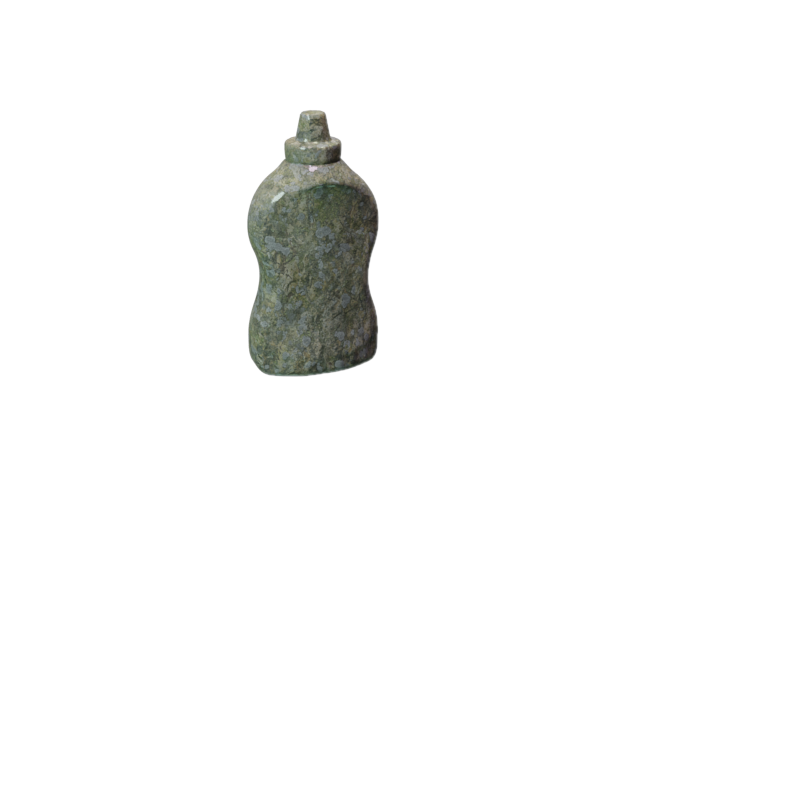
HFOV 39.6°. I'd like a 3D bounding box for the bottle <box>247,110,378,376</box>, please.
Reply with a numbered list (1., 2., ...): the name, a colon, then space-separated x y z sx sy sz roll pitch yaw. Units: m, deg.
1. bottle: -0.064 -0.116 0.811 0.094 0.183 0.062 -6 21 -18
